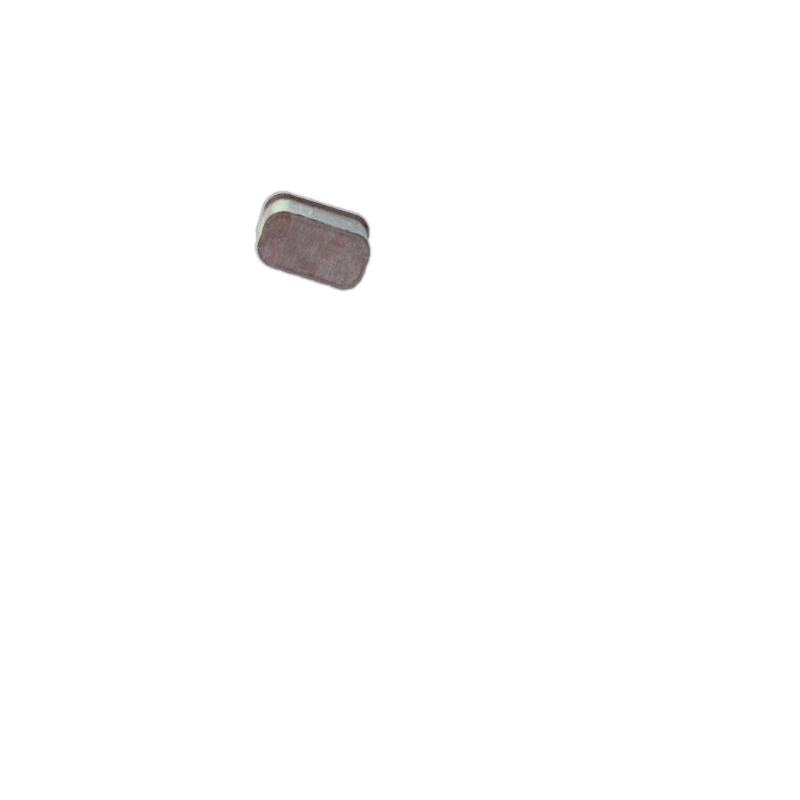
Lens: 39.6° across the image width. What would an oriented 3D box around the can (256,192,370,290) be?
[{"bbox_3d":[-0.077,-0.141,0.987,0.101,0.056,0.087,16,16,-6],"label":"can"}]
